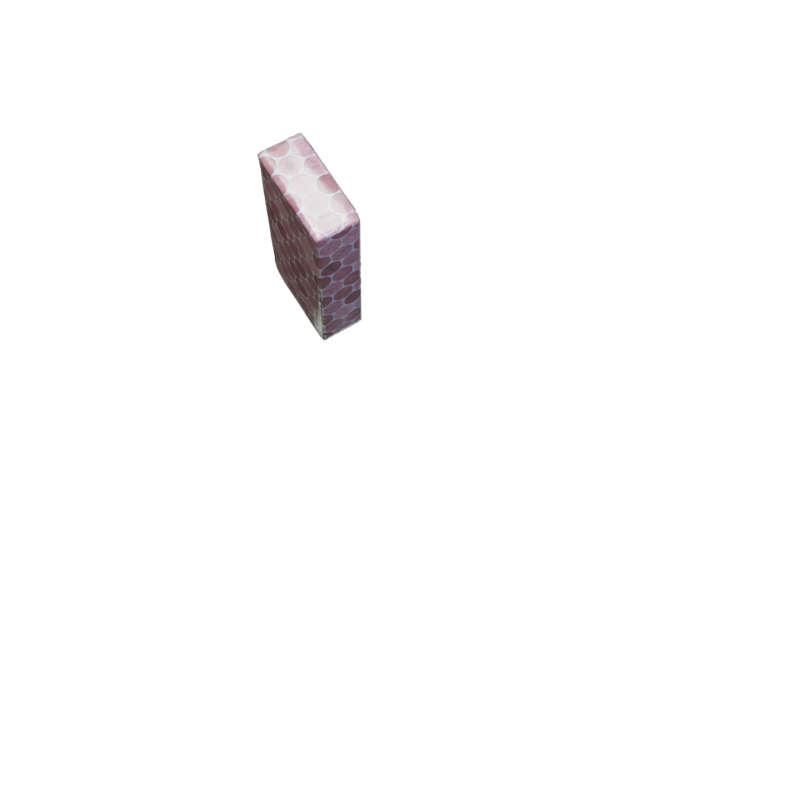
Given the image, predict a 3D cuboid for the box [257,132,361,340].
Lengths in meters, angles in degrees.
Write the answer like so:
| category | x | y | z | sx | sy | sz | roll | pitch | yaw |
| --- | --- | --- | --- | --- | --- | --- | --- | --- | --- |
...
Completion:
| category | x | y | z | sx | sy | sz | roll | pitch | yaw |
| --- | --- | --- | --- | --- | --- | --- | --- | --- | --- |
| box | -0.070 | -0.128 | 0.895 | 0.048 | 0.099 | 0.167 | -27 | -20 | -15 |
